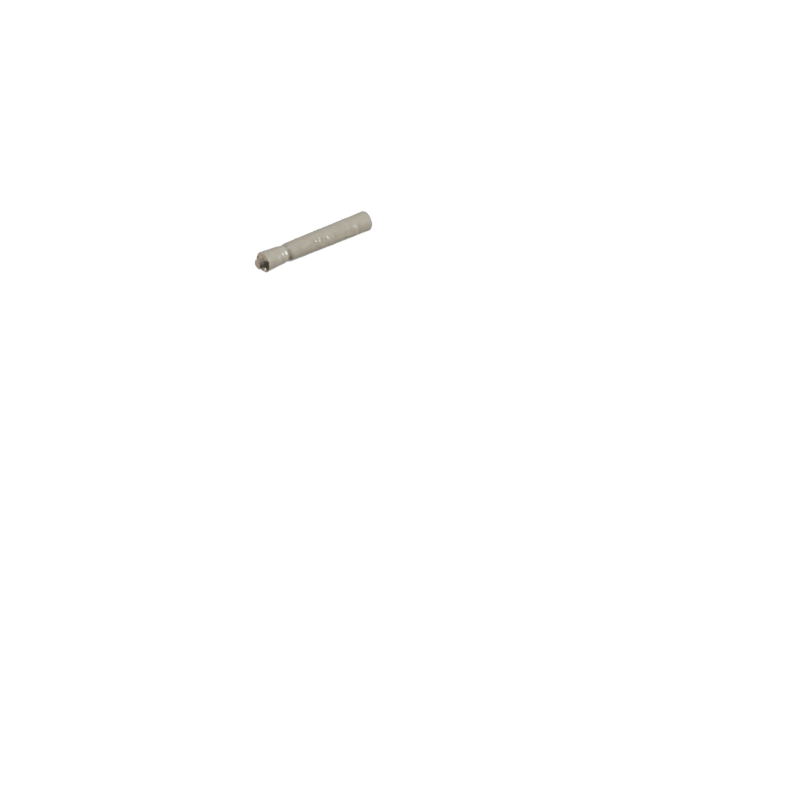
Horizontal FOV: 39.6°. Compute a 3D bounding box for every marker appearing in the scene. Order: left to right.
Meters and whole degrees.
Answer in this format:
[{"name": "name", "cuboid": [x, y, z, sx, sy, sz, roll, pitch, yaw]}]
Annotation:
[{"name": "marker", "cuboid": [-0.077, -0.141, 0.989, 0.120, 0.019, 0.021, -27, 18, -30]}]
